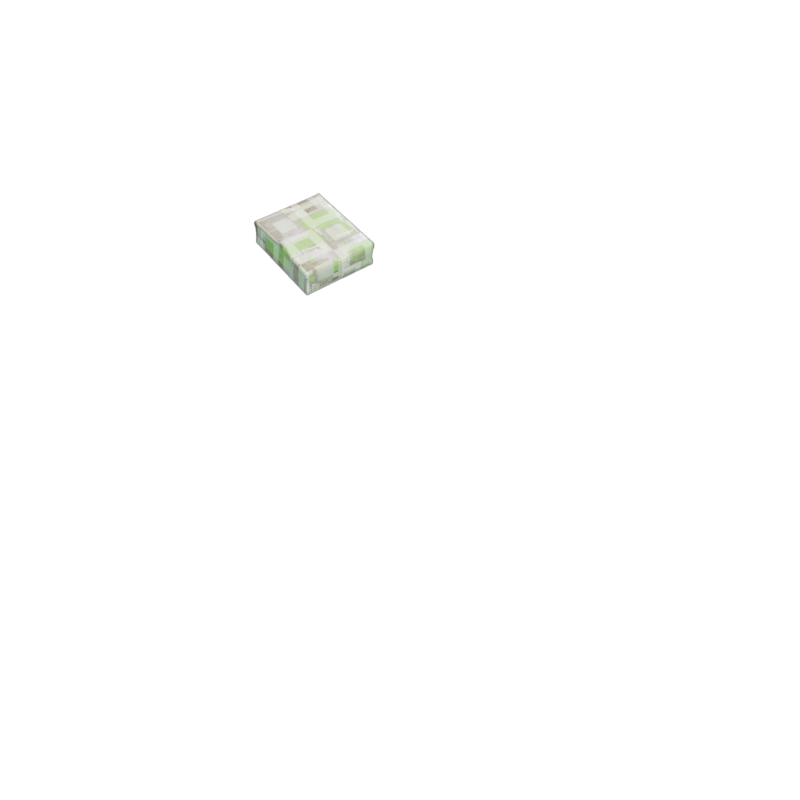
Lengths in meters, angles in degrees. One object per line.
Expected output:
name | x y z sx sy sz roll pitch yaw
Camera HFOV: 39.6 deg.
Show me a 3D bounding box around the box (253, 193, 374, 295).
box | -0.078 -0.143 1.000 0.073 0.028 0.096 -27 52 -24
